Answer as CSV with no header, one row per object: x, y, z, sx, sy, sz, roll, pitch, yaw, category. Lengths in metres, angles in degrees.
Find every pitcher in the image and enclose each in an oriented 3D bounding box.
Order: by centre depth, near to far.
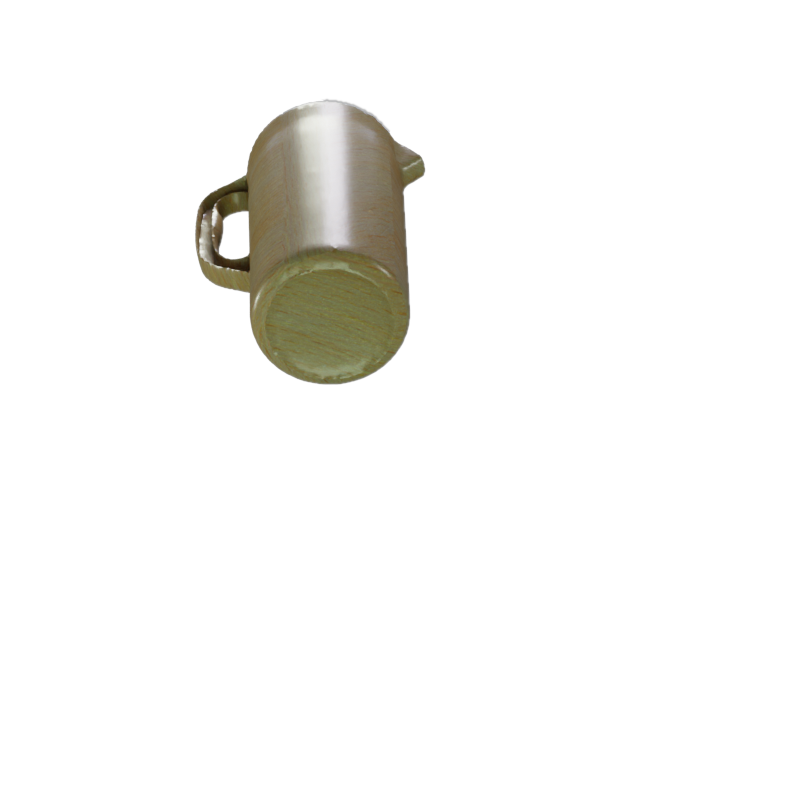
-0.066,-0.120,0.840,0.139,0.146,0.259,30,27,-21,pitcher
